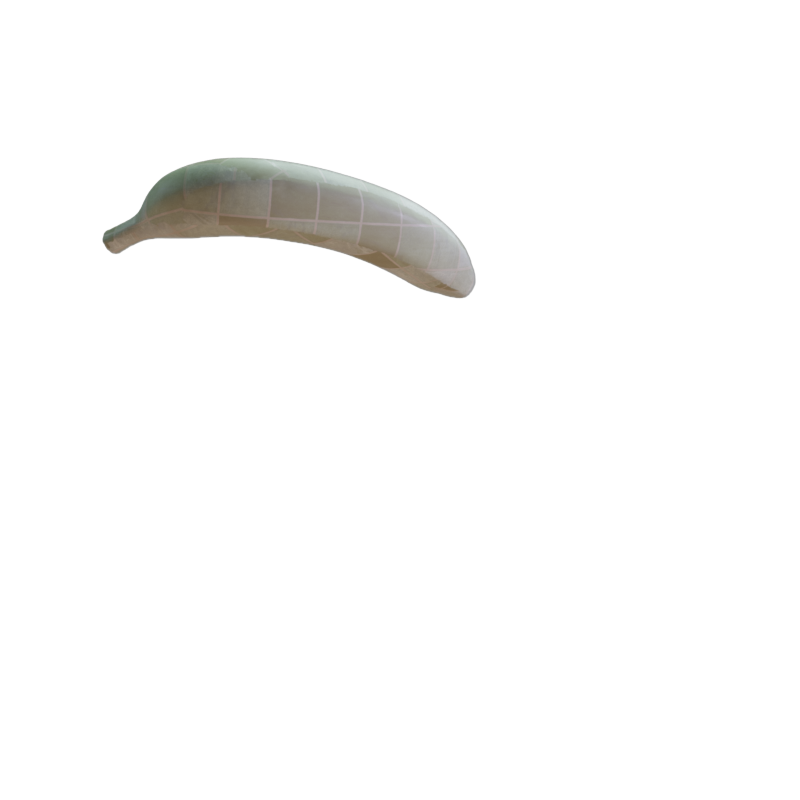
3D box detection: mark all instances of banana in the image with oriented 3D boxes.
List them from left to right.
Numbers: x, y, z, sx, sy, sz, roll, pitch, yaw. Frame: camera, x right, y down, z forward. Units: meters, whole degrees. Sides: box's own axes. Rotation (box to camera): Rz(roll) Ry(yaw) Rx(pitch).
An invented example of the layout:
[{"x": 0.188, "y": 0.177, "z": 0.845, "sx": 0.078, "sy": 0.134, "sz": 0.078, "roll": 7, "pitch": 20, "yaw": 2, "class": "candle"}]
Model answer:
[{"x": -0.038, "y": -0.084, "z": 0.536, "sx": 0.191, "sy": 0.039, "sz": 0.068, "roll": 7, "pitch": -21, "yaw": -22, "class": "banana"}]
